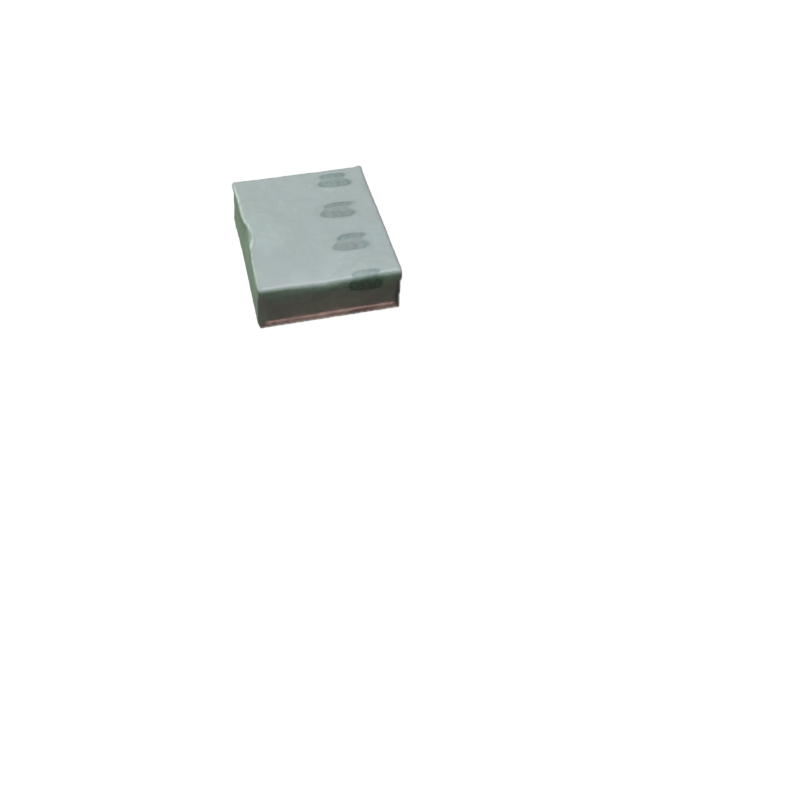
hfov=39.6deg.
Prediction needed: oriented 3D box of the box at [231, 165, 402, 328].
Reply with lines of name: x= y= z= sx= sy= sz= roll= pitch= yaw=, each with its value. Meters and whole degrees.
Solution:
box: x=-0.045 y=-0.083 z=0.579 sx=0.072 sy=0.097 sz=0.028 roll=-9 pitch=-43 yaw=-9
